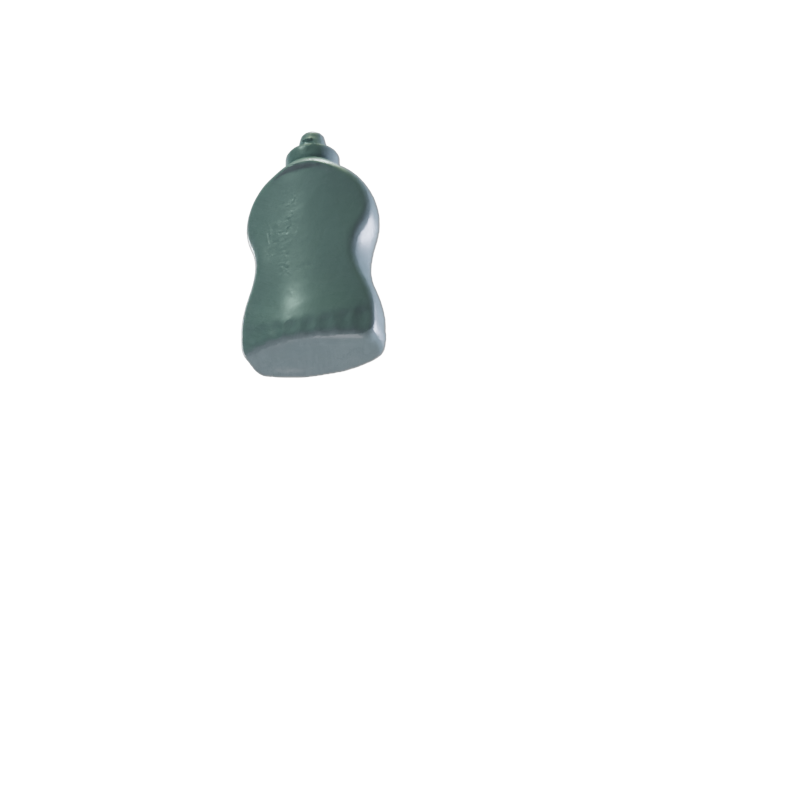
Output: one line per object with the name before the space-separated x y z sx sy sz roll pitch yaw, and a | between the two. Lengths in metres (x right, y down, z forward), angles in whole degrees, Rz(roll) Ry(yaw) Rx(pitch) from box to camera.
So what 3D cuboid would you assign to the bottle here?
bottle | -0.062 -0.114 0.795 0.097 0.205 0.054 -12 -33 15
